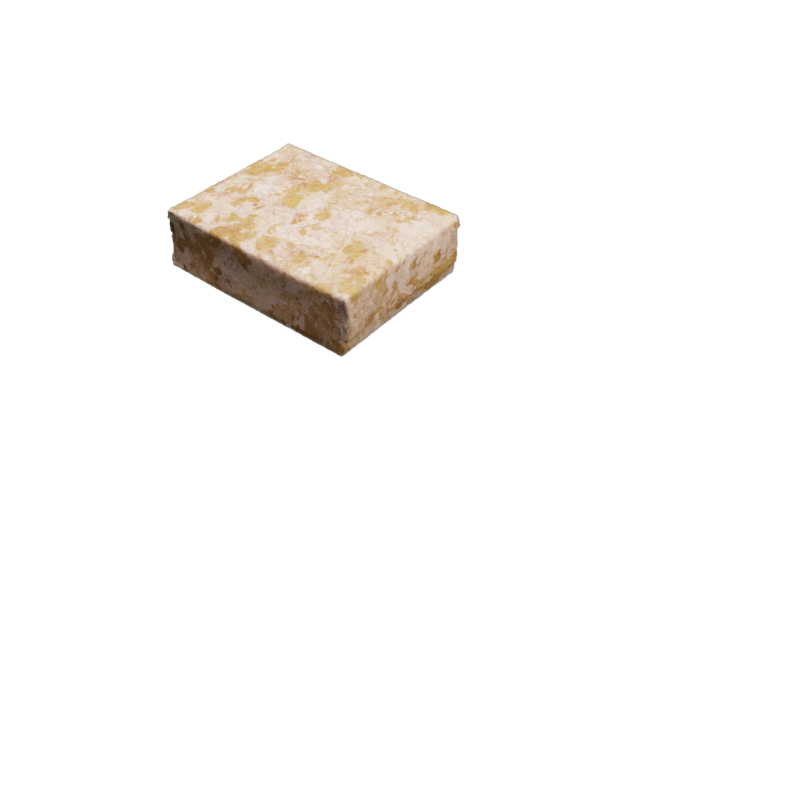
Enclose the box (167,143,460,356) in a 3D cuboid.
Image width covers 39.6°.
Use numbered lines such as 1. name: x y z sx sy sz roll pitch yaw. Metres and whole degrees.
1. box: -0.042 -0.077 0.539 0.120 0.036 0.091 26 44 30
